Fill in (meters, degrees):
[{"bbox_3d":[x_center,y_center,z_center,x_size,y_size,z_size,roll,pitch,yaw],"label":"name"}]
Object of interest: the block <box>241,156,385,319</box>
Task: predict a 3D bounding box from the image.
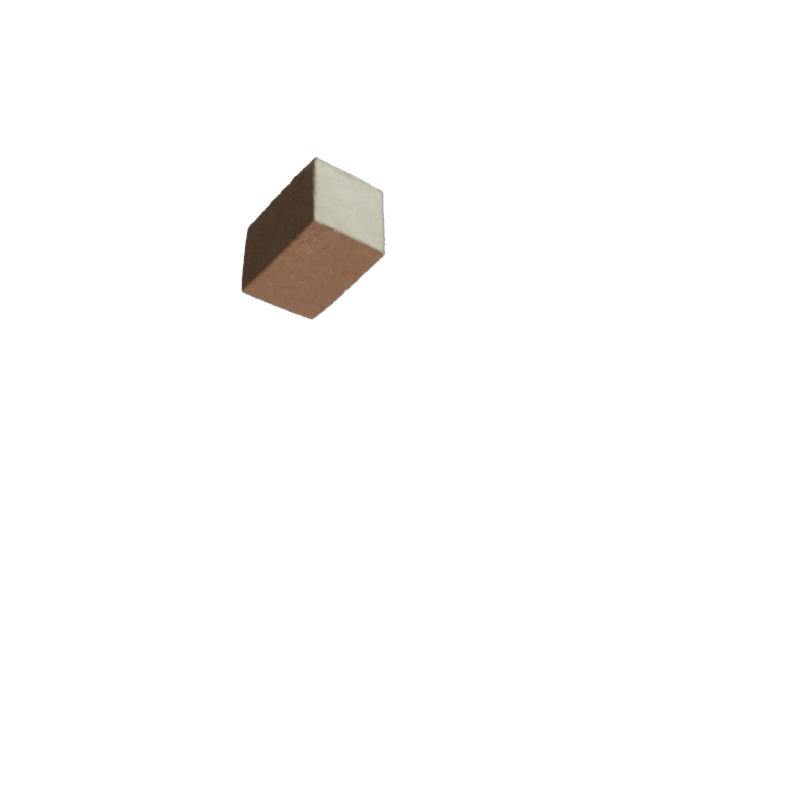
[{"bbox_3d":[-0.052,-0.094,0.662,0.050,0.055,0.077,25,-45,-30],"label":"block"}]
